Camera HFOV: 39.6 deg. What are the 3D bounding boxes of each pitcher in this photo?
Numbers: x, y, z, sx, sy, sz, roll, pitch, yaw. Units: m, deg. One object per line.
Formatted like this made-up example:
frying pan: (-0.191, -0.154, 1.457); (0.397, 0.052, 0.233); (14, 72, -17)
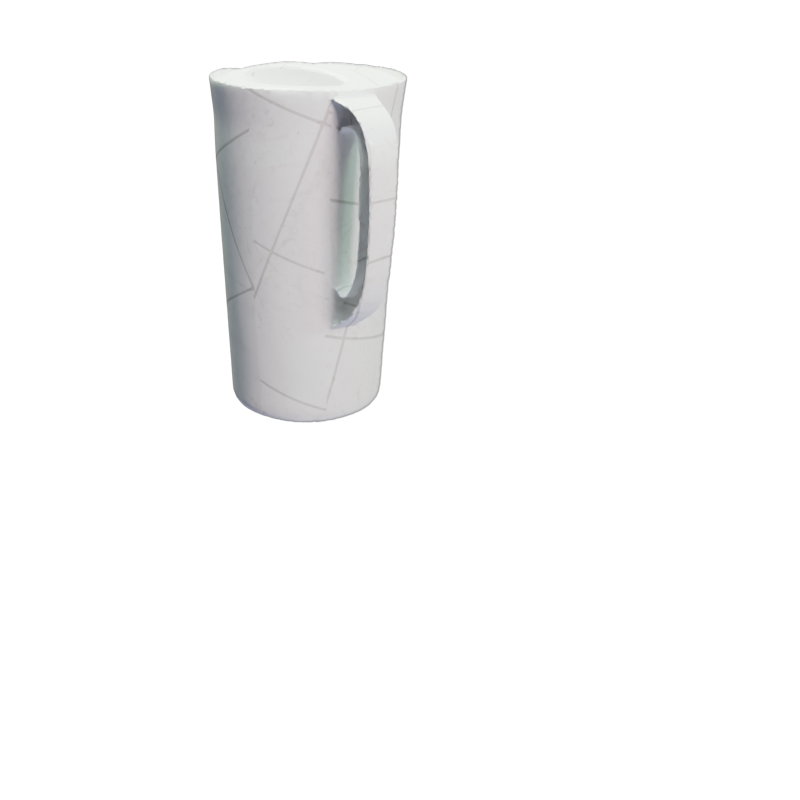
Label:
pitcher: (-0.060, -0.110, 0.767); (0.148, 0.233, 0.152); (6, 20, 14)
